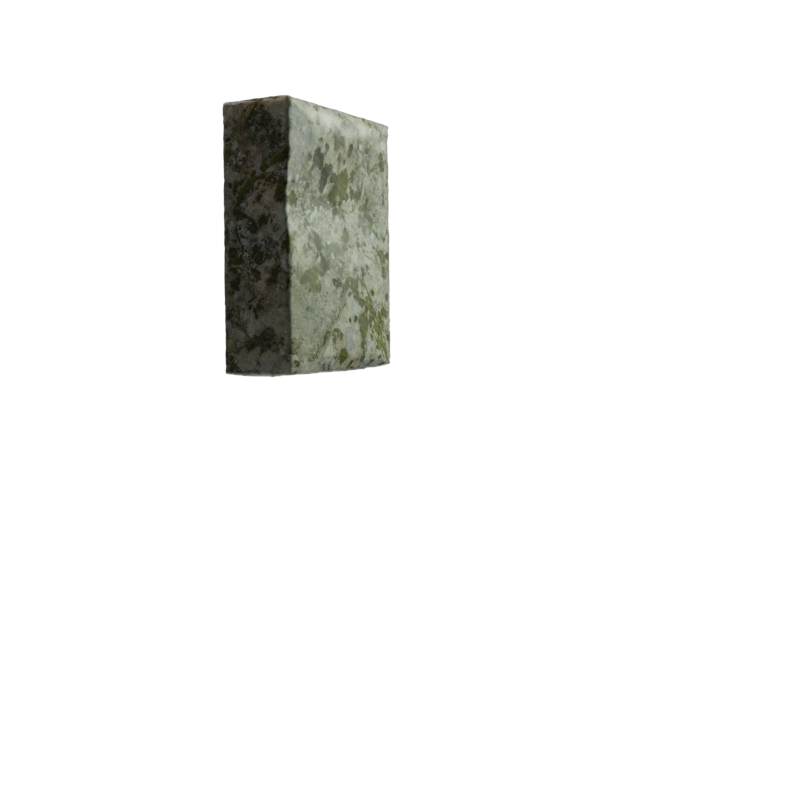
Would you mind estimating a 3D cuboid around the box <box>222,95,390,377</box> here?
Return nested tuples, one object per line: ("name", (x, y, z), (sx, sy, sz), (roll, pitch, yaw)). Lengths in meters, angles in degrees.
("box", (-0.071, -0.130, 0.910), (0.074, 0.215, 0.158), (-2, -2, 29))
